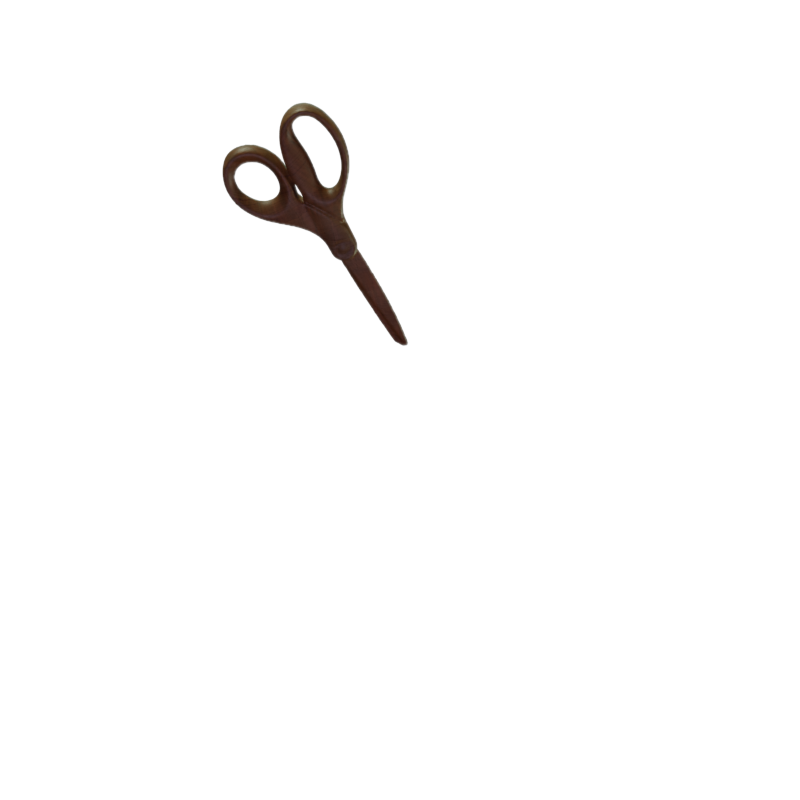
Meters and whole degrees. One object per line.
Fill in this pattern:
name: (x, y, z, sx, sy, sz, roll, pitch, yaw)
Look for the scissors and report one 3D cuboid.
scissors: (-0.061, -0.111, 0.779, 0.097, 0.189, 0.017, -11, 29, 6)
